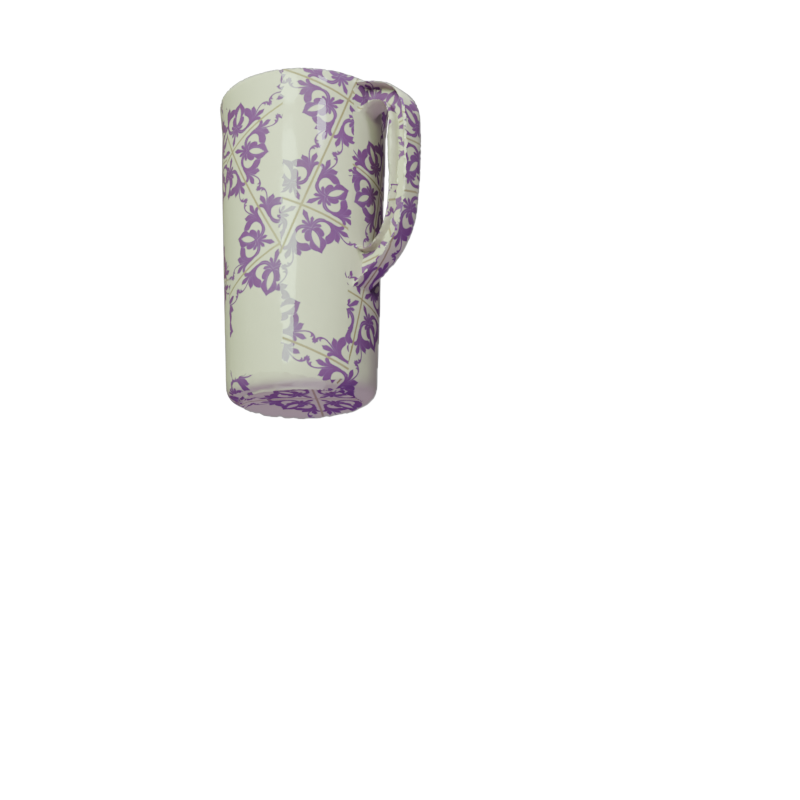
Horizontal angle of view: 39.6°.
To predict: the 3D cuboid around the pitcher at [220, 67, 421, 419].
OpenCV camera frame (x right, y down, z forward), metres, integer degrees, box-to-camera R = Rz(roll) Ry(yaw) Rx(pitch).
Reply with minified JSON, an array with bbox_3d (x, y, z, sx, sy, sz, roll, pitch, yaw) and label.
[{"bbox_3d":[-0.064,-0.117,0.823,0.144,0.255,0.143,1,-20,-7],"label":"pitcher"}]
